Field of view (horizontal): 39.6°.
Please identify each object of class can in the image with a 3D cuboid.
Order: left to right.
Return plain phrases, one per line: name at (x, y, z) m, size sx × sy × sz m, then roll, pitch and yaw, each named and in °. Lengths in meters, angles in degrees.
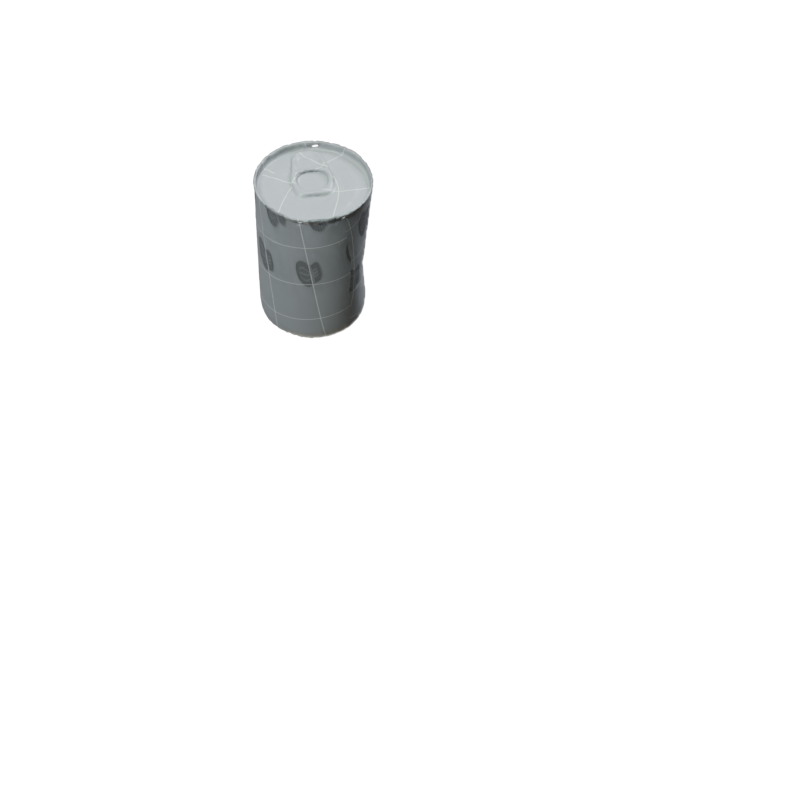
can at (-0.052, -0.094, 0.661) m, size 0.068 × 0.074 × 0.095 m, roll 0°, pitch -40°, yaw -3°
